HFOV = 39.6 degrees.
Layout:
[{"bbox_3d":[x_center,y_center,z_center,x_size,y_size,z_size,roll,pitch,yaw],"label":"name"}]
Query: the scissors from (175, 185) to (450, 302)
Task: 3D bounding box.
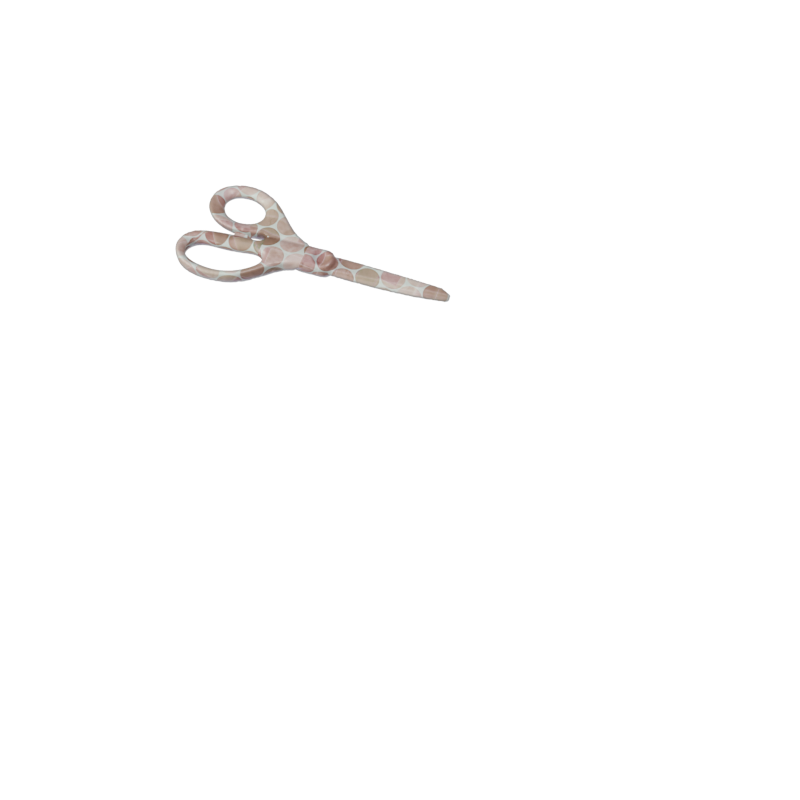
[{"bbox_3d":[-0.065,-0.118,0.826,0.202,0.103,0.015,3,-35,2],"label":"scissors"}]
